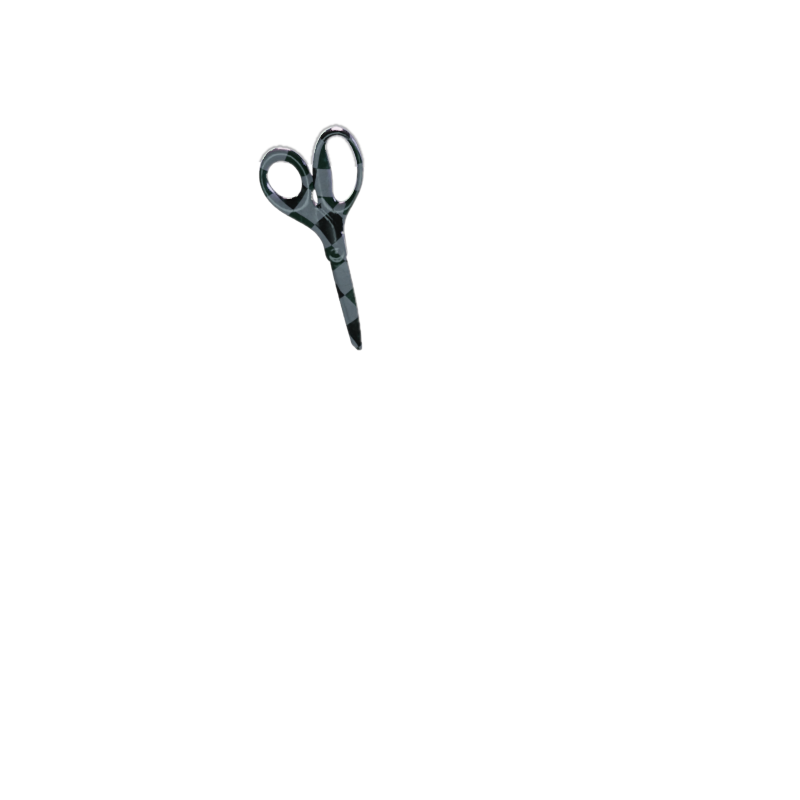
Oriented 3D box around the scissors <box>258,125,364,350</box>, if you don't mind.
[{"bbox_3d":[-0.074,-0.134,0.941,0.096,0.192,0.017,4,22,-2],"label":"scissors"}]
